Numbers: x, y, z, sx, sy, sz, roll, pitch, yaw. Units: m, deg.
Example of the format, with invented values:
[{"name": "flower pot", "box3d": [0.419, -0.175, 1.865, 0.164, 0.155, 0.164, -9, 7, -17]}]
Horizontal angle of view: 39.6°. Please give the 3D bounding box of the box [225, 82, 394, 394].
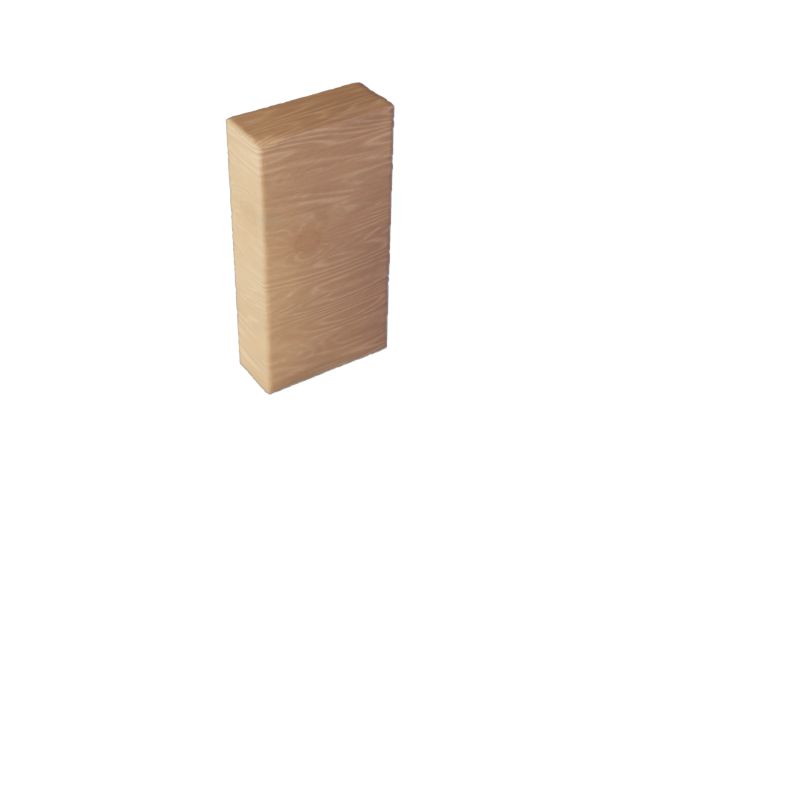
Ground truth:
[{"name": "box", "box3d": [-0.052, -0.095, 0.669, 0.092, 0.165, 0.052, -22, 44, -27]}]
